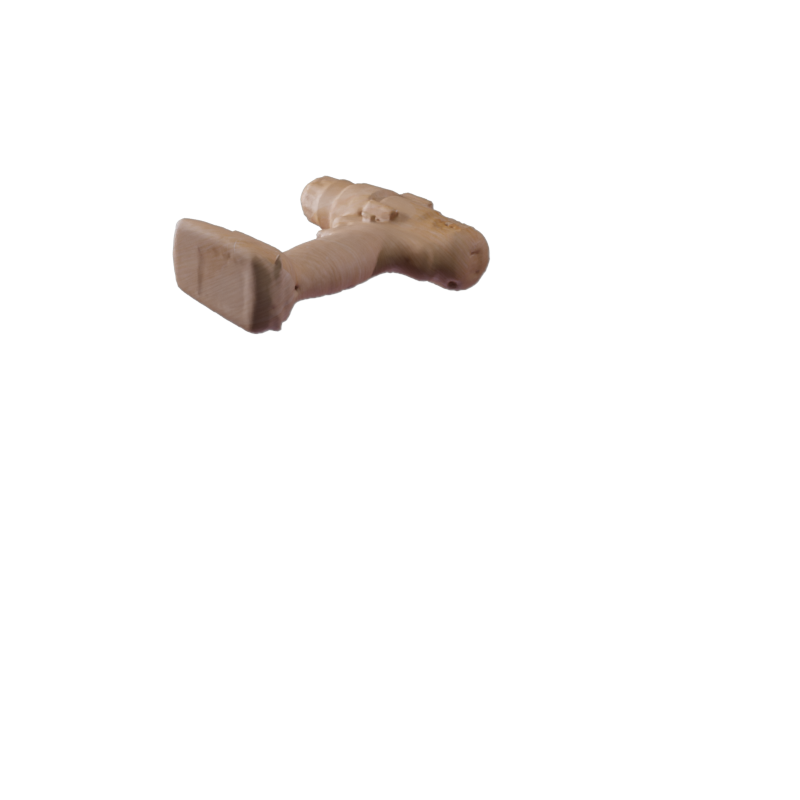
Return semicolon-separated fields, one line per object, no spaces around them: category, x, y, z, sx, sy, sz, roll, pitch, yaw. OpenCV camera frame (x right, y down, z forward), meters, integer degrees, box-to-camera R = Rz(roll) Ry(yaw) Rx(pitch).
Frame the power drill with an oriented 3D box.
power drill;-0.061;-0.110;0.774;0.185;0.055;0.197;-20;32;-35
